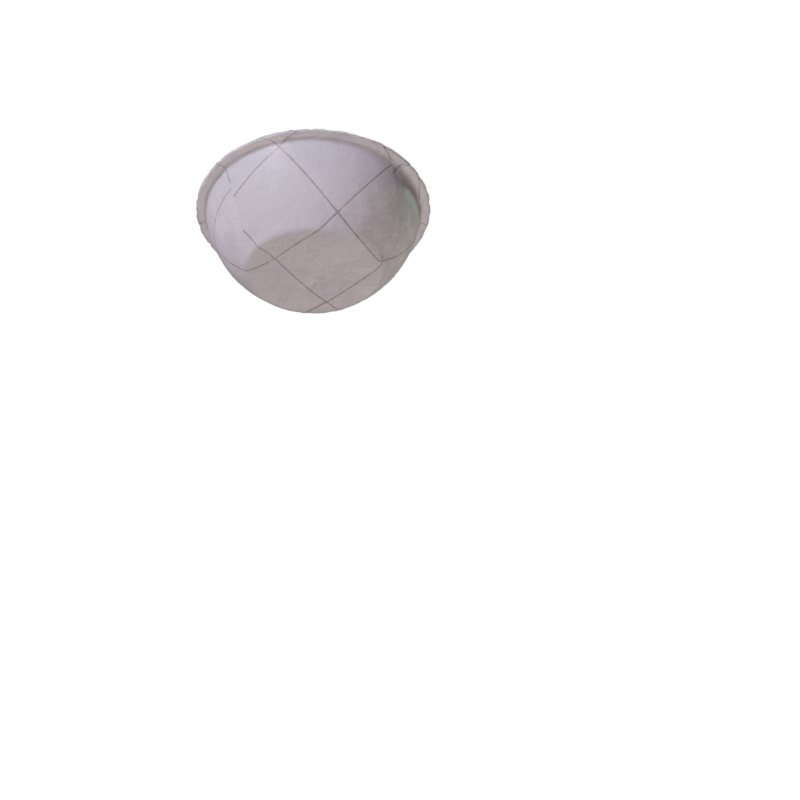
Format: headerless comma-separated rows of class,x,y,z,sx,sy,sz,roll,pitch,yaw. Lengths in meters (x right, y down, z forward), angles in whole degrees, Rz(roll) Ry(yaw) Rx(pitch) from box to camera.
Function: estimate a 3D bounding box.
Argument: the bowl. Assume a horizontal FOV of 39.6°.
bowl,-0.059,-0.107,0.750,0.162,0.059,0.151,1,-35,-2
